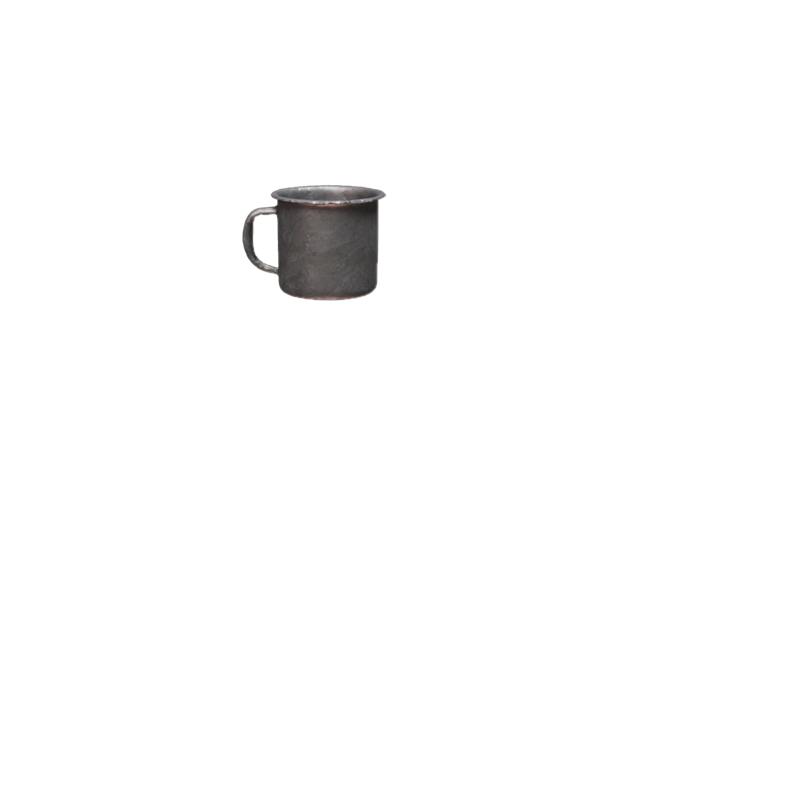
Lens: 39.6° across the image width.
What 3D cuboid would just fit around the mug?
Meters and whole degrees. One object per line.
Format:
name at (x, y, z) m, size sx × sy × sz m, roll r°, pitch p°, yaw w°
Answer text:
mug at (-0.071, -0.129, 0.904) m, size 0.118 × 0.079 × 0.096 m, roll 1°, pitch 15°, yaw 3°
